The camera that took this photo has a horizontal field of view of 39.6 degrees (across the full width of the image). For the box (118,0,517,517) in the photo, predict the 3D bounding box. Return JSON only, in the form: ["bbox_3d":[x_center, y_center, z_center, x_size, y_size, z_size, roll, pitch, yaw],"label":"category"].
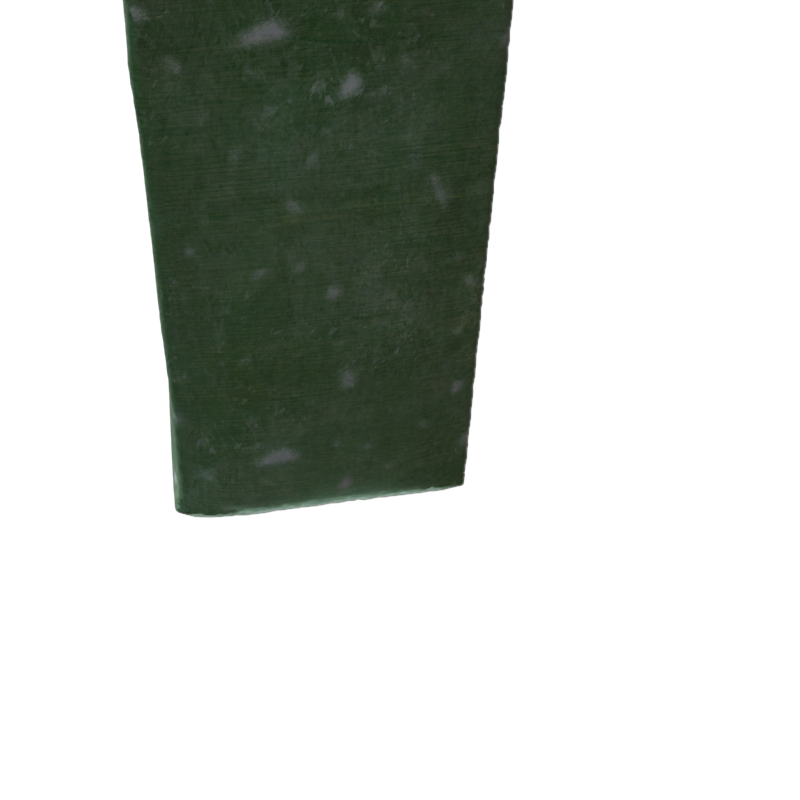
[{"bbox_3d":[-0.024,-0.045,0.313,0.092,0.165,0.052,-5,36,-10],"label":"box"}]
